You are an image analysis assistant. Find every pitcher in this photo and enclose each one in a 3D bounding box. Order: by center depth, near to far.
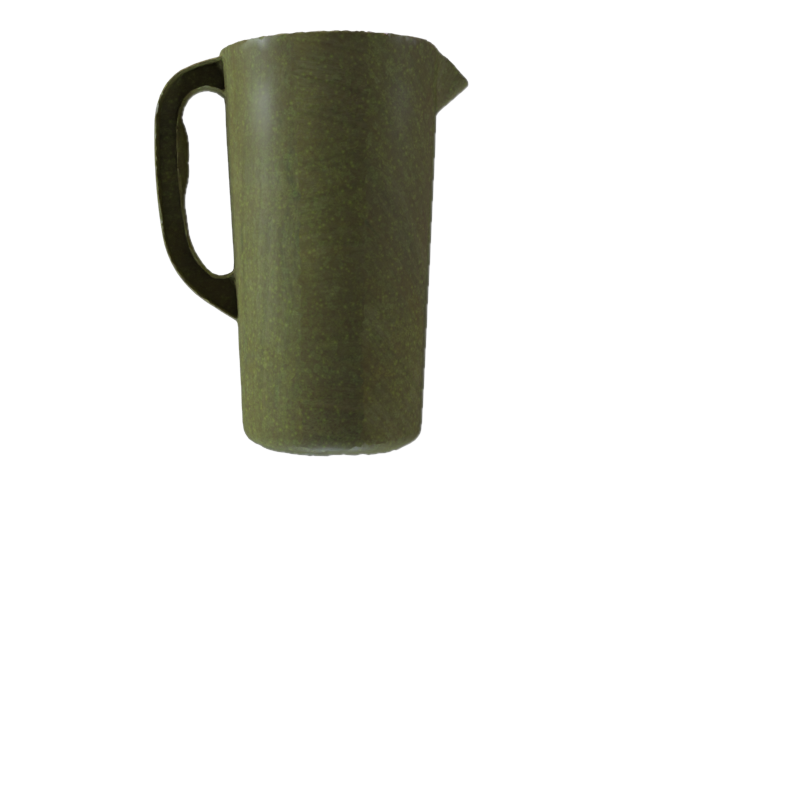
[{"bbox_3d":[-0.052,-0.095,0.668,0.155,0.243,0.140,1,2,37],"label":"pitcher"}]
